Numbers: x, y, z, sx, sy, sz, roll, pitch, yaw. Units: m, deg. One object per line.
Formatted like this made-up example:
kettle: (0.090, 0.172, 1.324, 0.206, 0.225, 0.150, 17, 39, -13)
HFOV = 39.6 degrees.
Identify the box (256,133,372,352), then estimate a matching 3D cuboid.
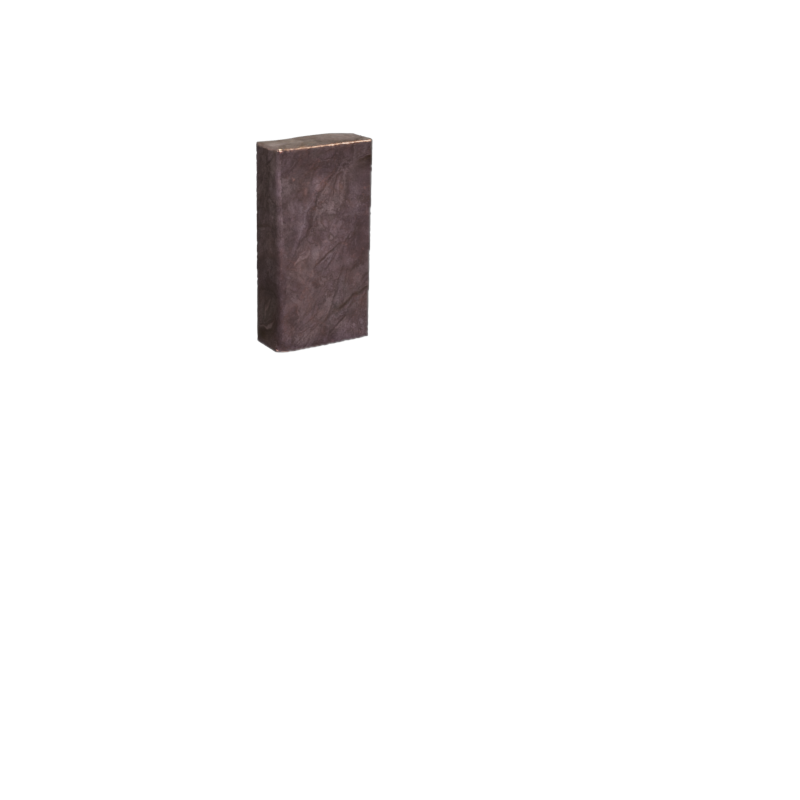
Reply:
box: (-0.073, -0.133, 0.932, 0.091, 0.170, 0.051, -10, 19, -32)
